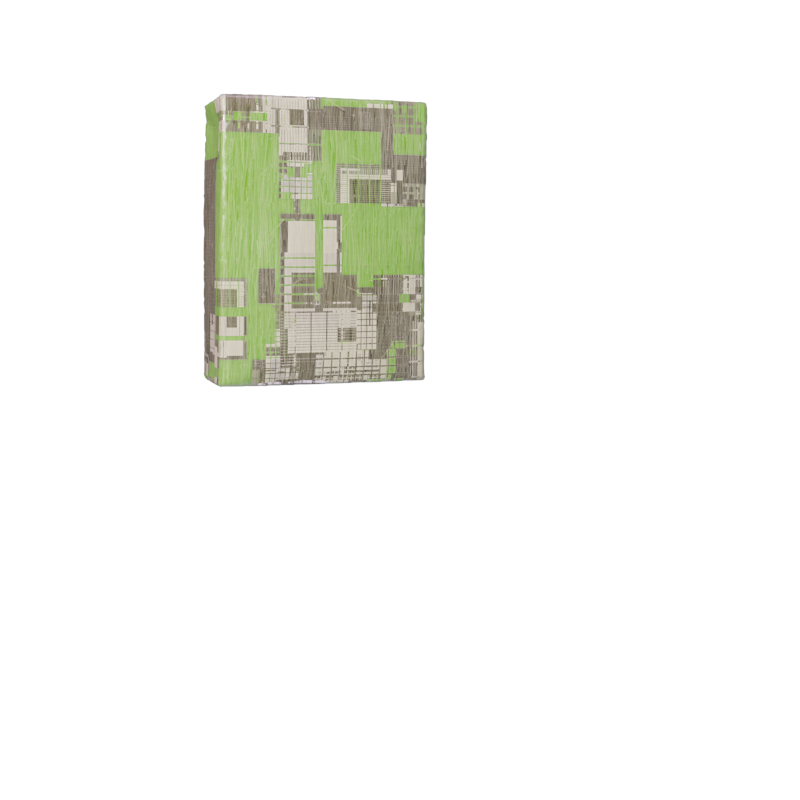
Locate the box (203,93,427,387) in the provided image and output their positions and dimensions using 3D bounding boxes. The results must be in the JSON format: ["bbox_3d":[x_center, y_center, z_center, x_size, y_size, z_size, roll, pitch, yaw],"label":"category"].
[{"bbox_3d":[-0.067,-0.121,0.850,0.160,0.214,0.074,-1,1,-19],"label":"box"}]
